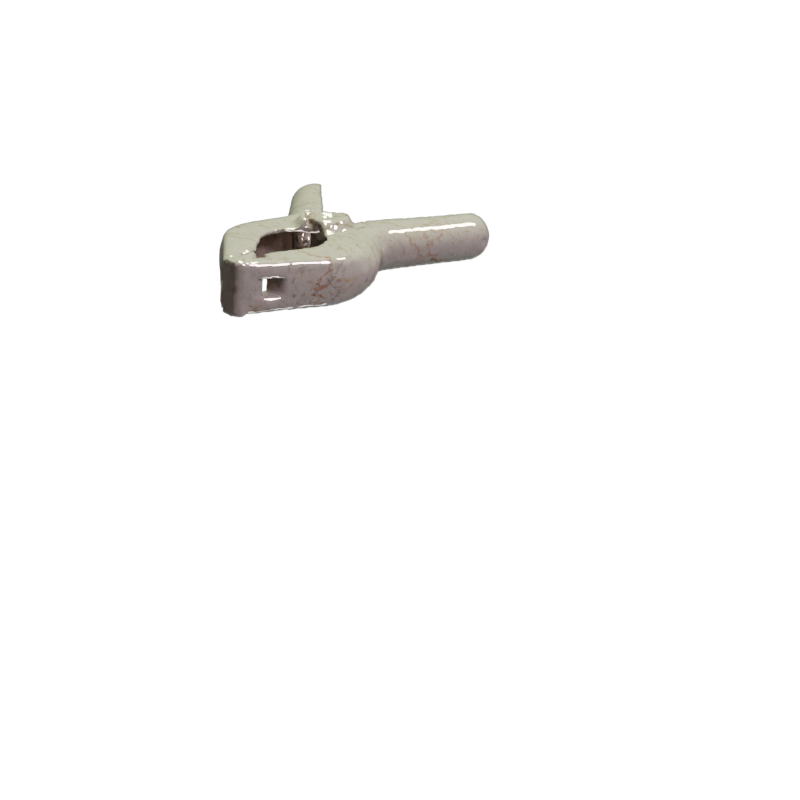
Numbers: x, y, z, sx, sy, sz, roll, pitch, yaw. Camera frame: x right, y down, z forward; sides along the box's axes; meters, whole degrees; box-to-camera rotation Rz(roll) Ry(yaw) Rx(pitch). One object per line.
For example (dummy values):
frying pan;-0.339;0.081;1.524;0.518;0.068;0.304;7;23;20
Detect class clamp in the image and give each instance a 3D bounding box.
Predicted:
clamp;-0.045;-0.083;0.578;0.126;0.038;0.169;13;23;35
